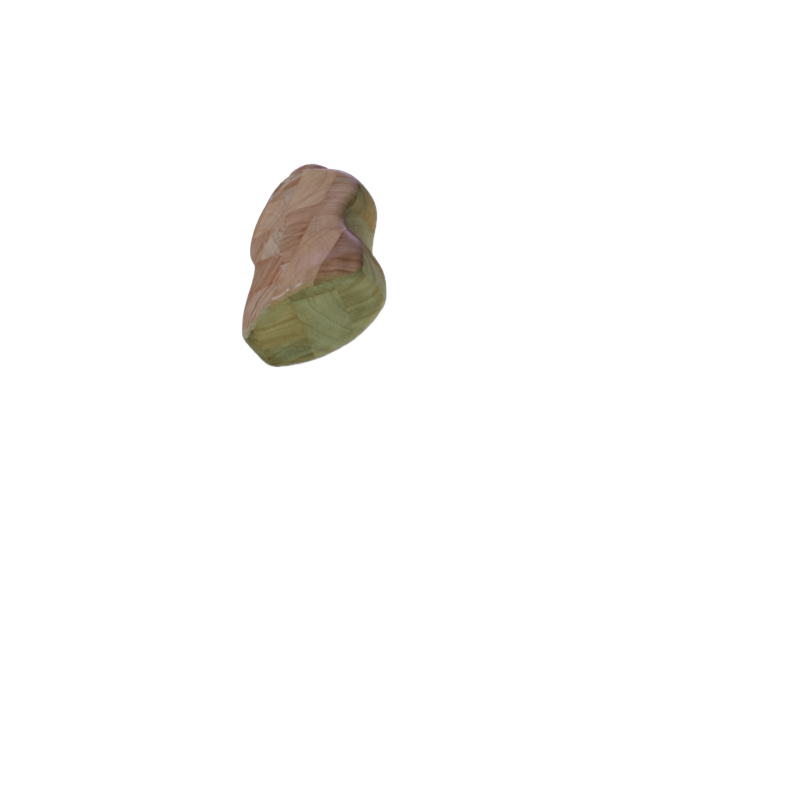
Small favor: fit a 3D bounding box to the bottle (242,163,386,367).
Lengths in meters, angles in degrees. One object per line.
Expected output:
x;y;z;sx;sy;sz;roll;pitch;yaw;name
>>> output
-0.061;-0.111;0.778;0.096;0.055;0.205;-30;34;18;bottle
